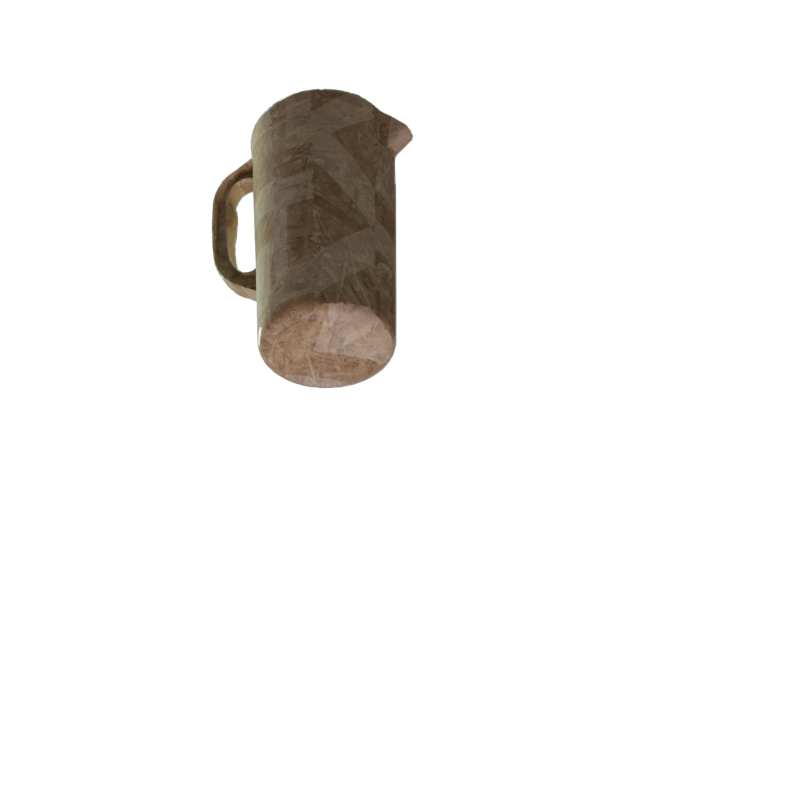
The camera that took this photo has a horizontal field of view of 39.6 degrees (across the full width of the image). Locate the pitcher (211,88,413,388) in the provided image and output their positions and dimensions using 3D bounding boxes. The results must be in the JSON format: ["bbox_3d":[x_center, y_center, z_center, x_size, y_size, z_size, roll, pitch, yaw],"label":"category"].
[{"bbox_3d":[-0.073,-0.133,0.934,0.140,0.261,0.144,15,-42,-21],"label":"pitcher"}]
